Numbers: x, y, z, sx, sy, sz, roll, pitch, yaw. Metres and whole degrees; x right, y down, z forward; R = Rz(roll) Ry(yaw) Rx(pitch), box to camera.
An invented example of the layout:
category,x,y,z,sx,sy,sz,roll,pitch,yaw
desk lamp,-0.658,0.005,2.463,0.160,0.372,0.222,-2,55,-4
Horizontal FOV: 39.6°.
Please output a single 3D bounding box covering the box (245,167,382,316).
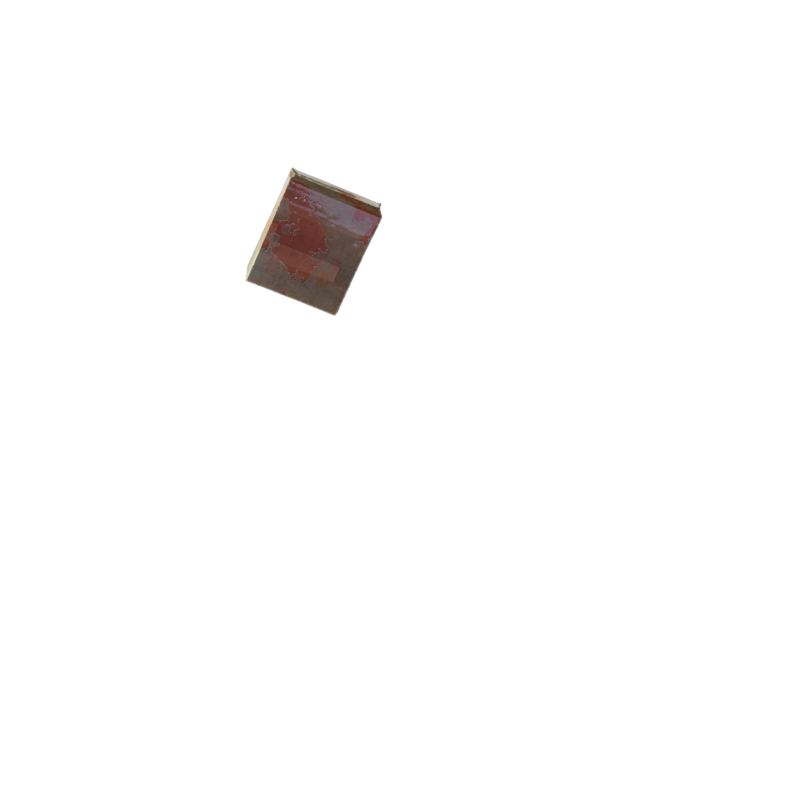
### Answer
category,x,y,z,sx,sy,sz,roll,pitch,yaw
box,-0.063,-0.116,0.812,0.072,0.086,0.032,22,21,-10
